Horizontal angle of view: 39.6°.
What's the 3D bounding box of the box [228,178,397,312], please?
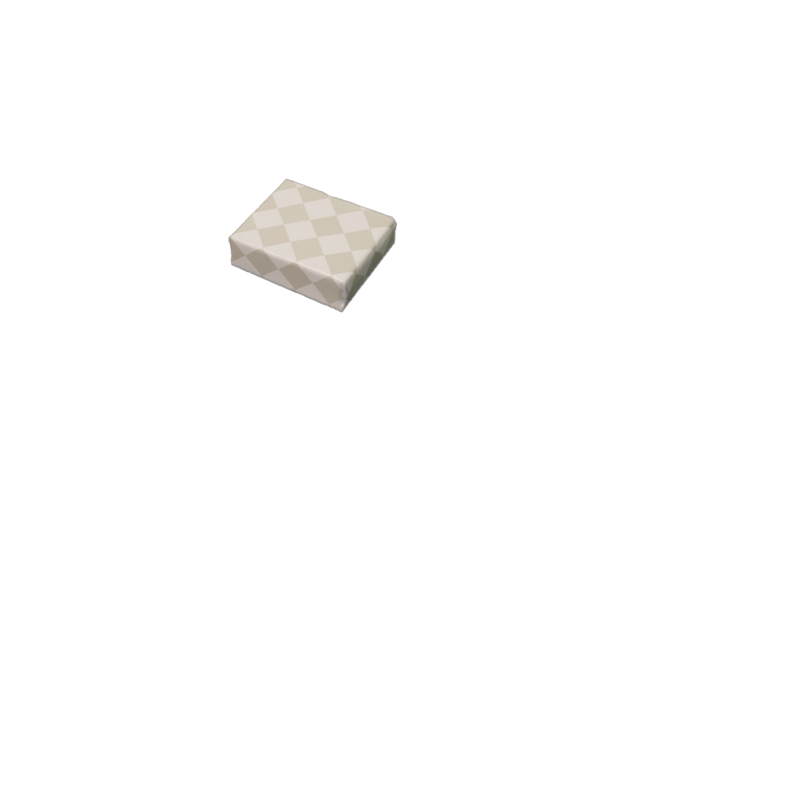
[{"bbox_3d":[-0.058,-0.106,0.741,0.093,0.028,0.075,22,50,20],"label":"box"}]
